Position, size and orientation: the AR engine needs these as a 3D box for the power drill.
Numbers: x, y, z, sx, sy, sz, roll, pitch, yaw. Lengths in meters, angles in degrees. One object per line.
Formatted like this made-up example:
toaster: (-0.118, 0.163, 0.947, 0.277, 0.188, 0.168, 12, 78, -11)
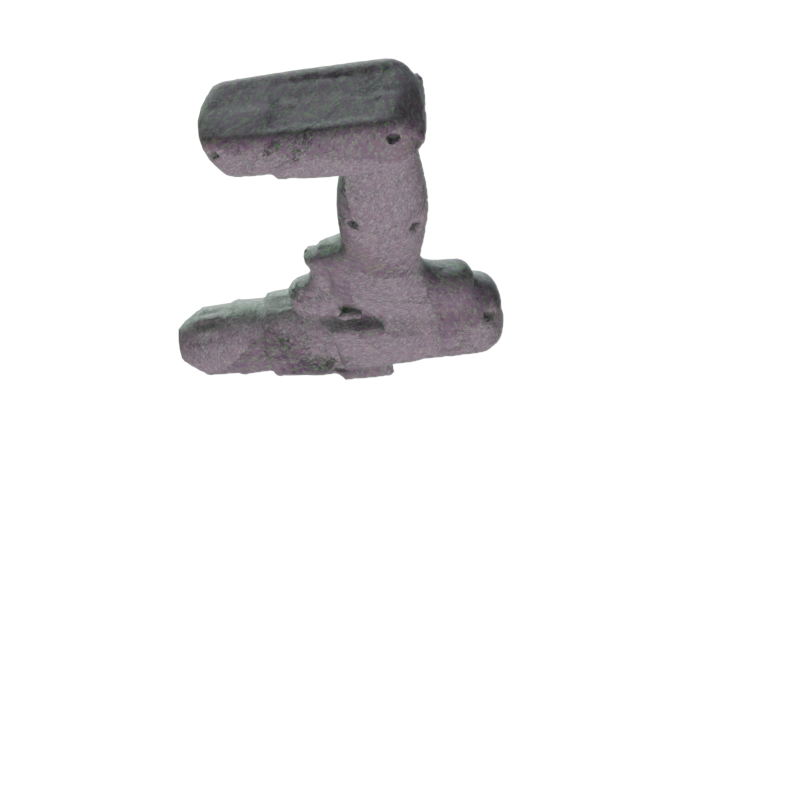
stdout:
power drill: (-0.045, -0.082, 0.578, 0.186, 0.062, 0.173, -6, -40, 7)
